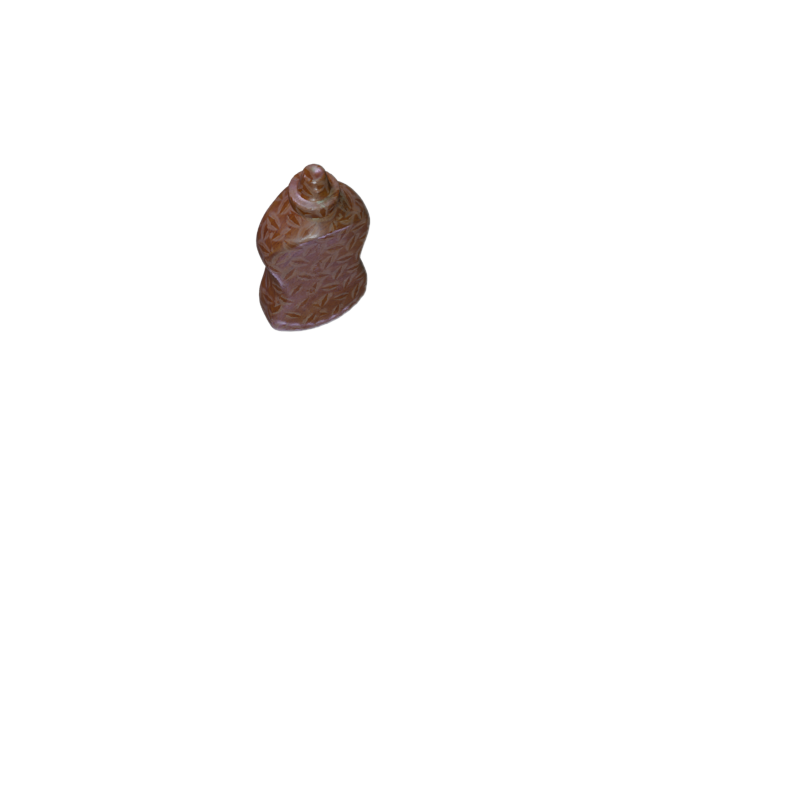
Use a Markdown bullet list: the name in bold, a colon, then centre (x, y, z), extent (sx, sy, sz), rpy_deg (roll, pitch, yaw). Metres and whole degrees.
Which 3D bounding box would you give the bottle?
- **bottle**: centre (-0.072, -0.132, 0.924), extent (0.095, 0.062, 0.180), rpy_deg (-21, -25, -14)
